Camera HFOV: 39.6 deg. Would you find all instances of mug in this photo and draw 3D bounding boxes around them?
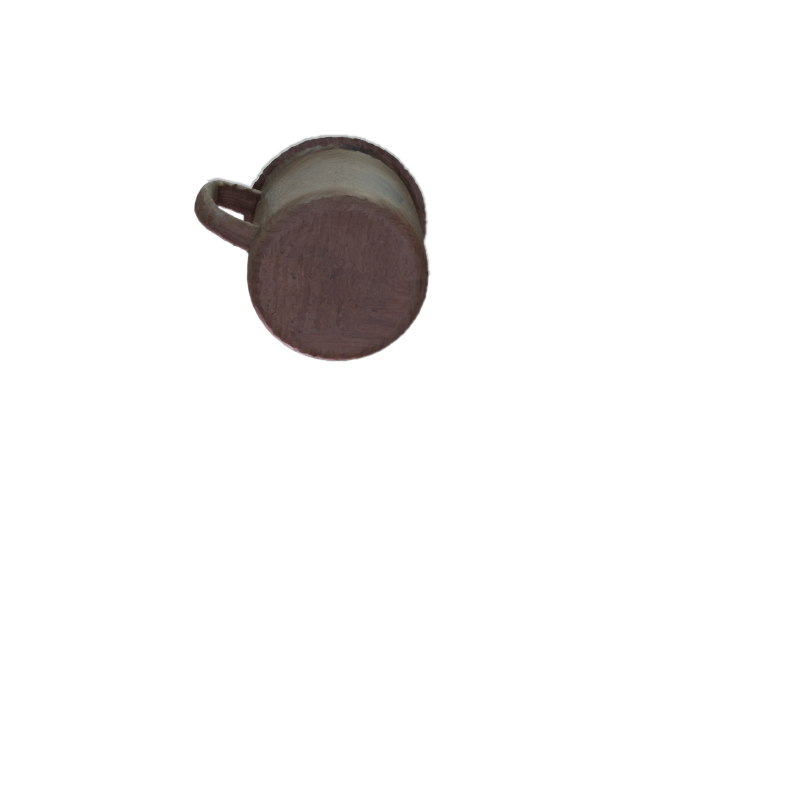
[{"bbox_3d":[-0.041,-0.075,0.522,0.115,0.091,0.086,22,20,-10],"label":"mug"}]
